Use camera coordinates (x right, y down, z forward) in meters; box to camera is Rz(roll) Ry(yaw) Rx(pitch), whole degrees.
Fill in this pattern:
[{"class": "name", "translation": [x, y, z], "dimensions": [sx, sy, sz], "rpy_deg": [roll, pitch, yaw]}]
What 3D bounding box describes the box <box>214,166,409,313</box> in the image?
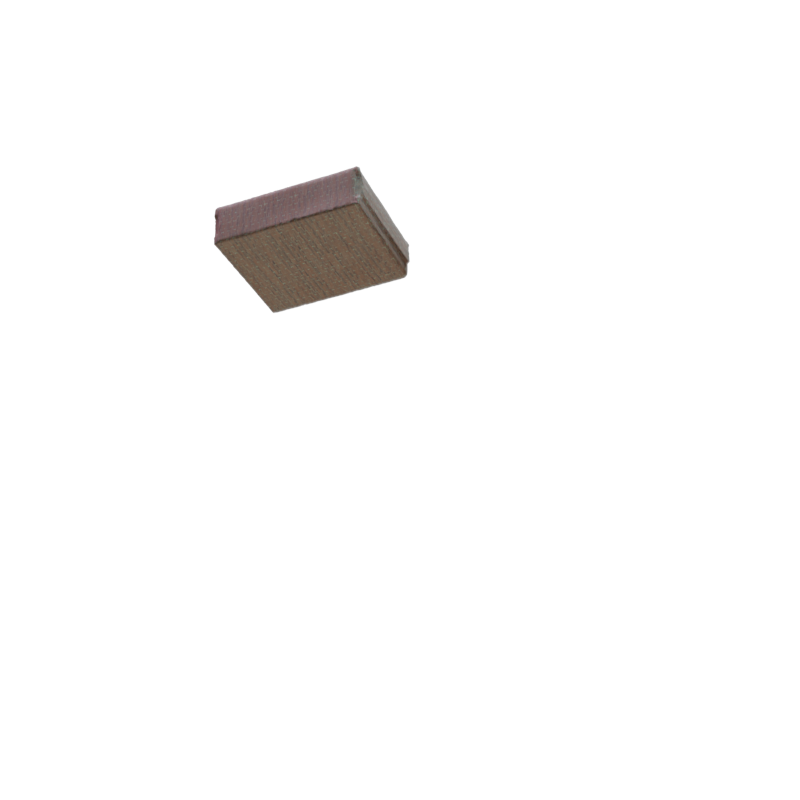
[{"class": "box", "translation": [-0.049, -0.089, 0.622], "dimensions": [0.090, 0.032, 0.067], "rpy_deg": [-14, -36, 19]}]
